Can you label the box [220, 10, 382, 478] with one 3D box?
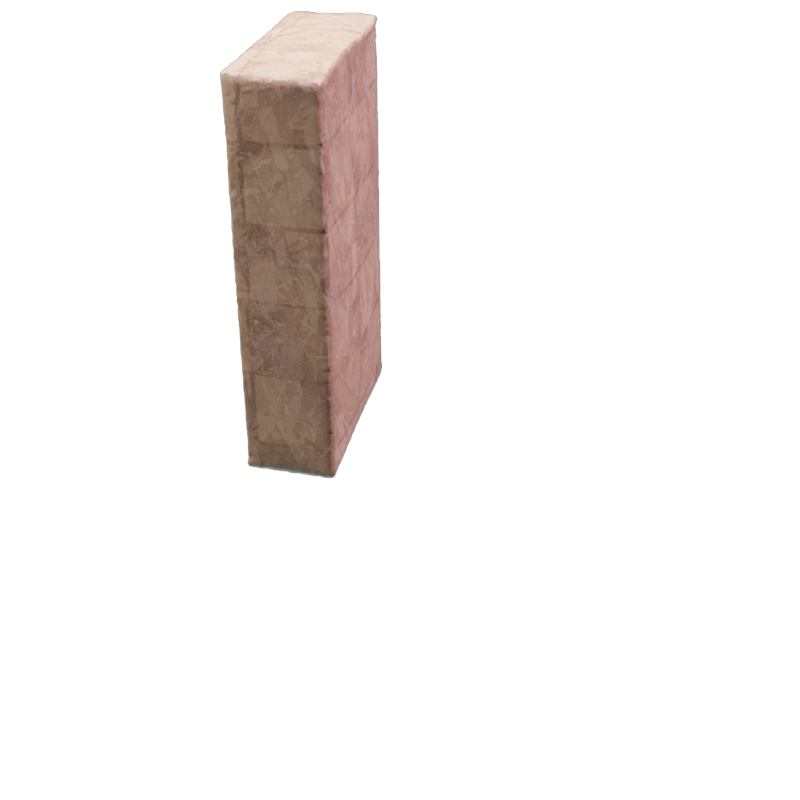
[{"bbox_3d":[-0.037,-0.067,0.470,0.049,0.166,0.097,8,30,10],"label":"box"}]
